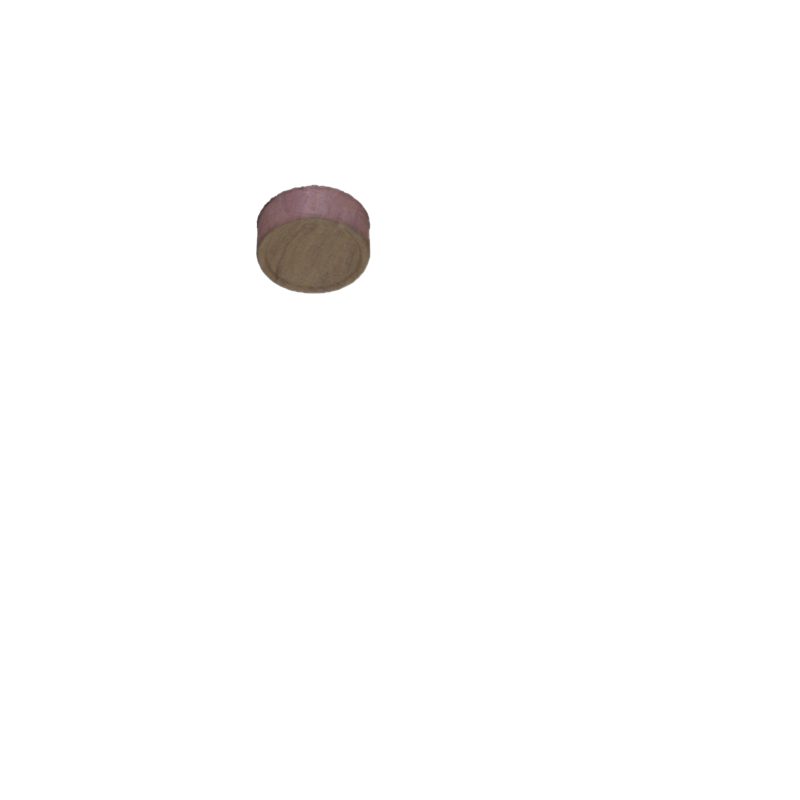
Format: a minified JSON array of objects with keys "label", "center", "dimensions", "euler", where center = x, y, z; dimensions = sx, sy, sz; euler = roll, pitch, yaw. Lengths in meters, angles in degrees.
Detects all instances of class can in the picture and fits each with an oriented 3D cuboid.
[{"label":"can","center":[-0.065,-0.118,0.826],"dimensions":[0.086,0.036,0.080],"euler":[1,-39,-2]}]
